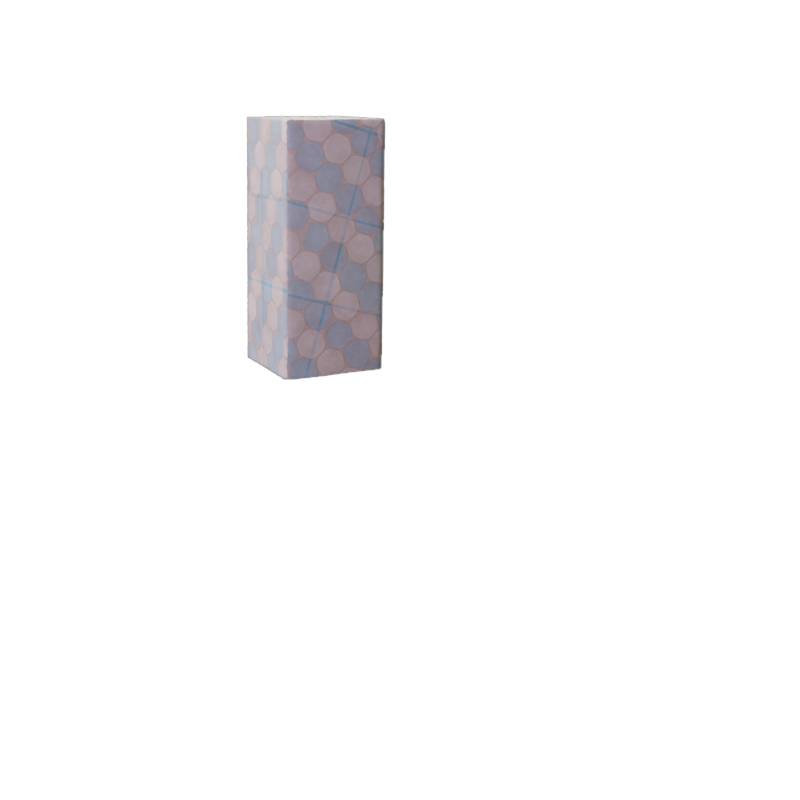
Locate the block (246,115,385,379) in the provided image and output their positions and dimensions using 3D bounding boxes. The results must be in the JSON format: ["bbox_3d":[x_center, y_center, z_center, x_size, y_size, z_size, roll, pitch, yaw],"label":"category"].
[{"bbox_3d":[-0.071,-0.131,0.919,0.088,0.202,0.095,-4,10,-27],"label":"block"}]
